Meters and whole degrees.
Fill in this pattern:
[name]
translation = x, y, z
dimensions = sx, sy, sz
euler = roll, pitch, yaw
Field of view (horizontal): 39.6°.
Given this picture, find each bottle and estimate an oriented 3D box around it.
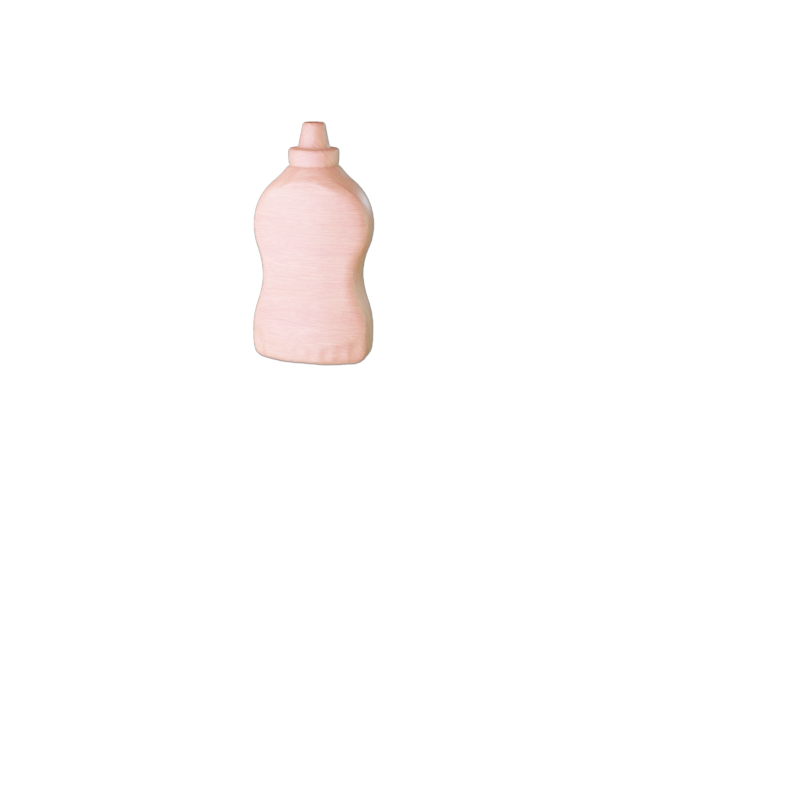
[bottle]
translation = -0.070, -0.127, 0.891
dimensions = 0.098, 0.186, 0.059
euler = 5, 13, 16
